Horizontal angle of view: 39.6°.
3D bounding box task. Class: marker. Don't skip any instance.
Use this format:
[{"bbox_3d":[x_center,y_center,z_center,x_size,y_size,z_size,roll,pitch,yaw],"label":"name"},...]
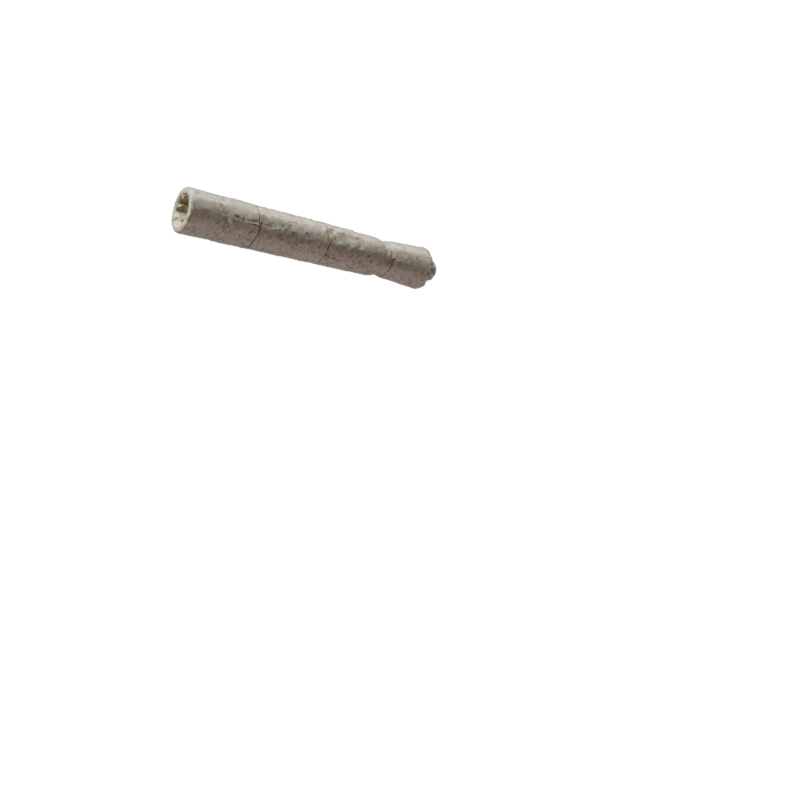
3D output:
[{"bbox_3d":[-0.036,-0.066,0.462,0.116,0.020,0.020,10,-2,-29],"label":"marker"}]
